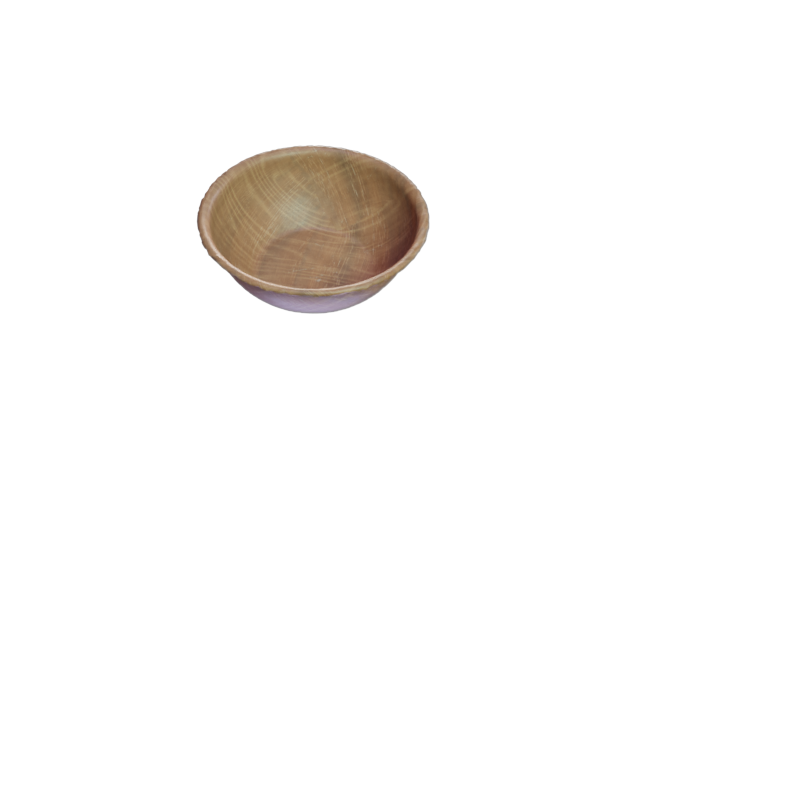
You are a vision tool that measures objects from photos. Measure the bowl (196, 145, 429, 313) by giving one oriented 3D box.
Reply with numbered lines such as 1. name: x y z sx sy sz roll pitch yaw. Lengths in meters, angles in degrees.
1. bowl: -0.062 -0.113 0.788 0.162 0.174 0.051 -1 -44 -1
